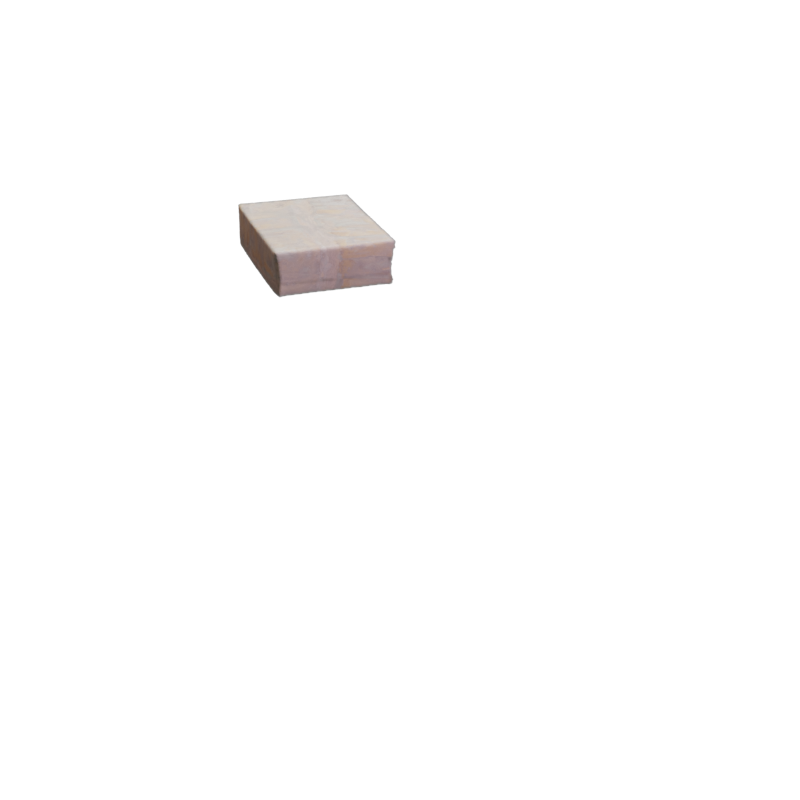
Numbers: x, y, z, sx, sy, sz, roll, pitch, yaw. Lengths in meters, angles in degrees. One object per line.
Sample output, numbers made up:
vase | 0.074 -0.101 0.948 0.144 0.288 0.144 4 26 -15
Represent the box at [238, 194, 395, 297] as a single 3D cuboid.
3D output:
box | -0.065 -0.118 0.824 0.088 0.037 0.122 -9 30 -17
